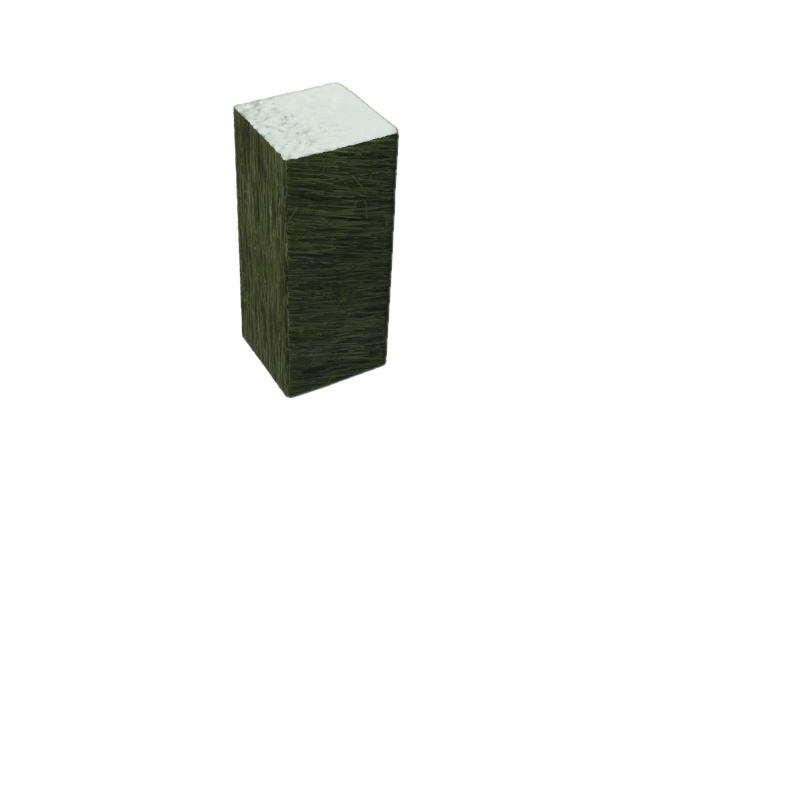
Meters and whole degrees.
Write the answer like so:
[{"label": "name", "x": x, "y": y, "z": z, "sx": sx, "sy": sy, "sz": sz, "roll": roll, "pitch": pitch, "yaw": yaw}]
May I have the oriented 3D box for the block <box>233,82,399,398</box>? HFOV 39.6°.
[{"label": "block", "x": -0.064, "y": -0.118, "z": 0.824, "sx": 0.089, "sy": 0.193, "sz": 0.098, "roll": -17, "pitch": 41, "yaw": -25}]
